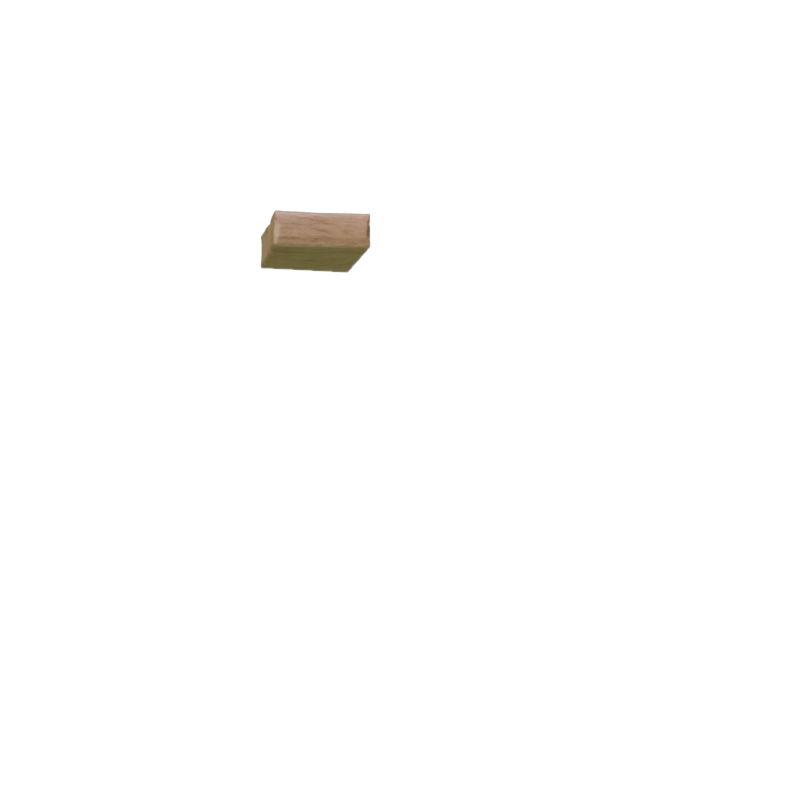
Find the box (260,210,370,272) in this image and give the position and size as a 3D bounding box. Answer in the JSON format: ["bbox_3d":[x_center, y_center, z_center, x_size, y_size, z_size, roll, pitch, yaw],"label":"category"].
[{"bbox_3d":[-0.068,-0.123,0.863,0.072,0.031,0.088,1,-6,-12],"label":"box"}]
